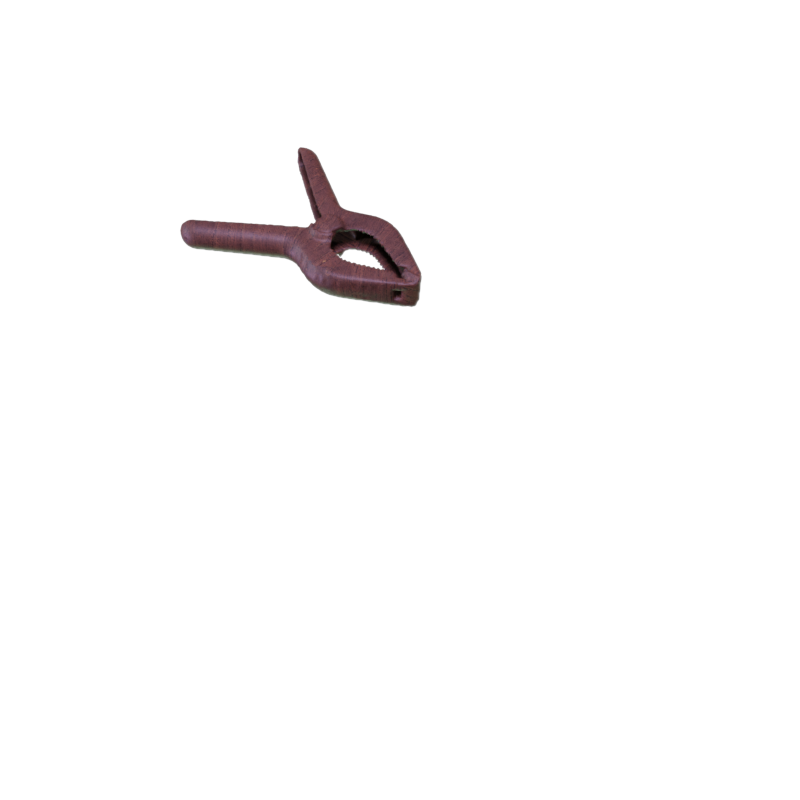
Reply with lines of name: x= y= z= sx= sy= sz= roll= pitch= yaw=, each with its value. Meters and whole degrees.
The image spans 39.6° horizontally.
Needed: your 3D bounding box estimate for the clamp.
clamp: x=-0.075 y=-0.137 z=0.958 sx=0.165 sy=0.034 sz=0.224 roll=-33 pitch=54 yaw=-28
